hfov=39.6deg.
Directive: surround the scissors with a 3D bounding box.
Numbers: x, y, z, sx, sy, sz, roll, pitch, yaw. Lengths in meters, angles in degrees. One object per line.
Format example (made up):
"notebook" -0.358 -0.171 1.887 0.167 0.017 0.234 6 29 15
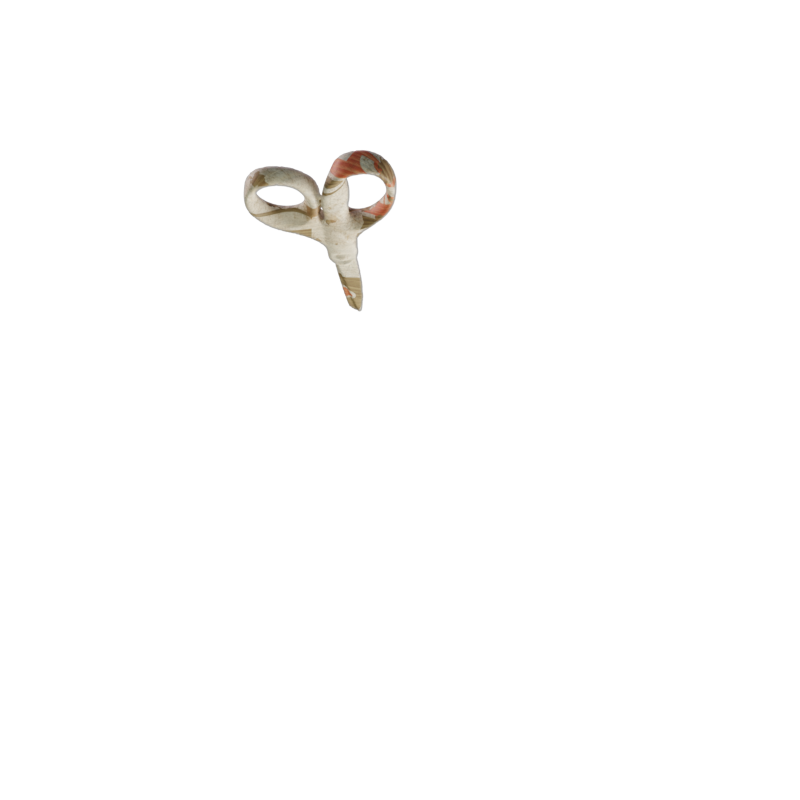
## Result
"scissors" -0.054 -0.098 0.689 0.095 0.017 0.194 4 -21 -11
